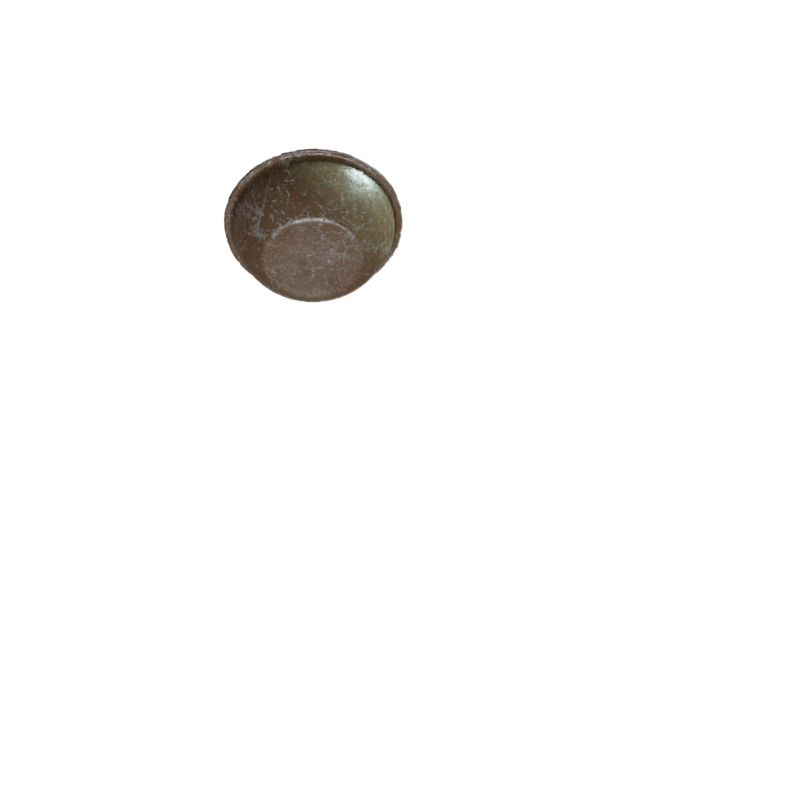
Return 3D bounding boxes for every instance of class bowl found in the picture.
[{"bbox_3d":[-0.077,-0.140,0.979,0.162,0.151,0.059,1,40,-1],"label":"bowl"}]
